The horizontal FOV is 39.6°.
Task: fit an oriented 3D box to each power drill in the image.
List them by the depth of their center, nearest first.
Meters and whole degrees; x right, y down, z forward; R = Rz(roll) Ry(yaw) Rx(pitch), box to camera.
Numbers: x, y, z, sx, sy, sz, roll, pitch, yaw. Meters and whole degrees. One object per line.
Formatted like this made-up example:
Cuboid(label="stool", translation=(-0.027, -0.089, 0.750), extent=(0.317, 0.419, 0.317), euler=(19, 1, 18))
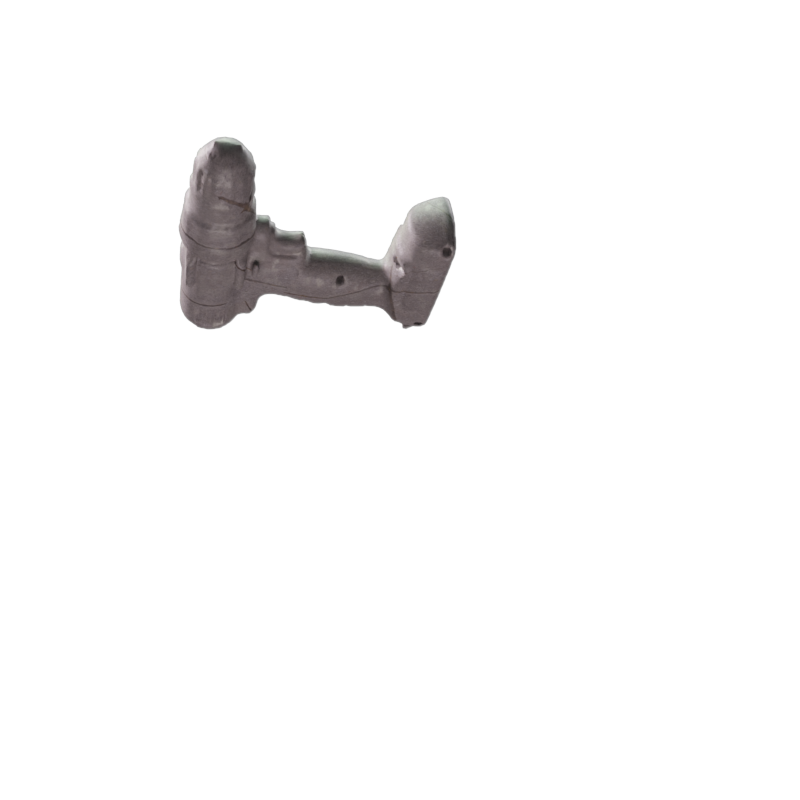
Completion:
Cuboid(label="power drill", translation=(-0.061, -0.111, 0.775), extent=(0.185, 0.061, 0.175), euler=(5, -31, -9))
